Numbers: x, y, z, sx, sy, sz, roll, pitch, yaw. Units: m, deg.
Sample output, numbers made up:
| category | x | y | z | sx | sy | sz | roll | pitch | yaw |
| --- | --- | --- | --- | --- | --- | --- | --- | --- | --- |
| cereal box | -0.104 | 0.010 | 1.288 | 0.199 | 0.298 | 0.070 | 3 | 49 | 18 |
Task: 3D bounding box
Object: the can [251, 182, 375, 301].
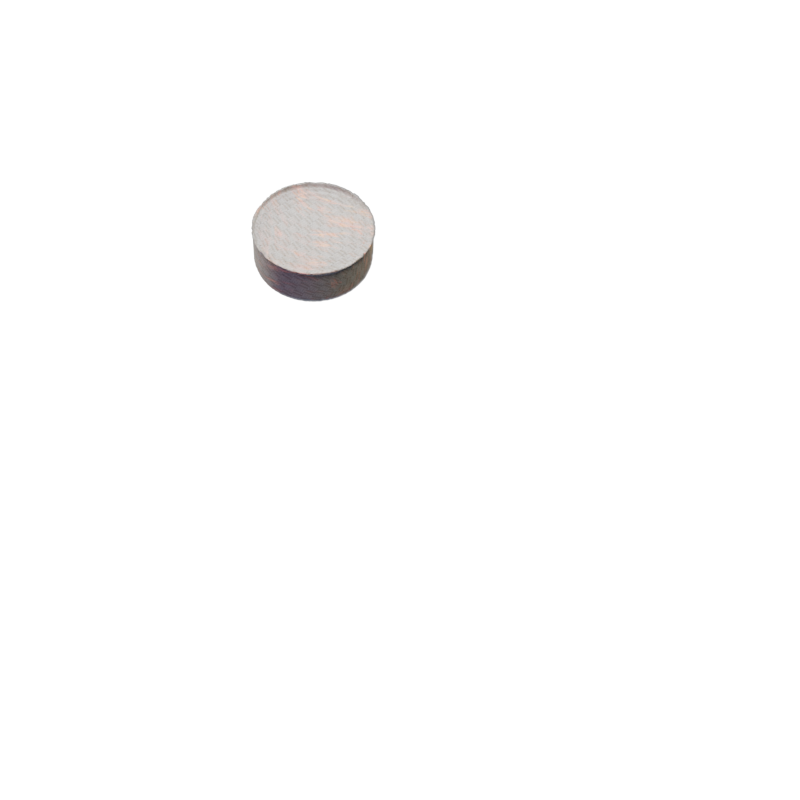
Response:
| category | x | y | z | sx | sy | sz | roll | pitch | yaw |
| --- | --- | --- | --- | --- | --- | --- | --- | --- | --- |
| can | -0.061 | -0.111 | 0.778 | 0.086 | 0.092 | 0.031 | -1 | -38 | -1 |
